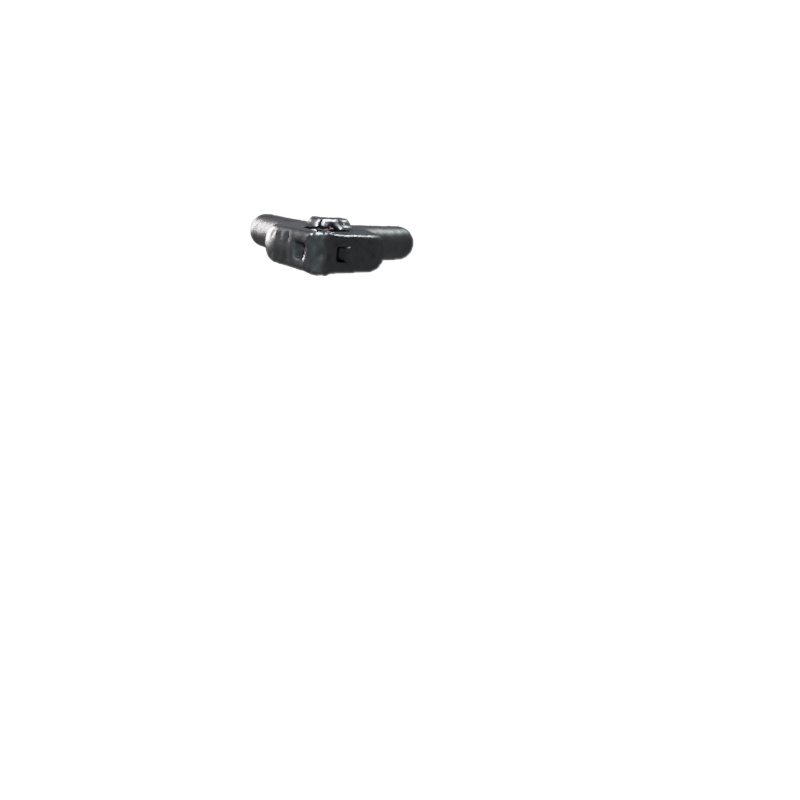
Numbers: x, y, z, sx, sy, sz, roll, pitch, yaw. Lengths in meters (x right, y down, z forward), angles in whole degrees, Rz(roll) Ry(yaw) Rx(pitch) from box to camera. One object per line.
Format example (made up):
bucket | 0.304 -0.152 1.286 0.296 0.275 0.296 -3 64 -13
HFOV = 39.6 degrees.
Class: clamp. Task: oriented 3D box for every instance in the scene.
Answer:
clamp | -0.060 -0.109 0.762 0.122 0.039 0.171 1 9 9
